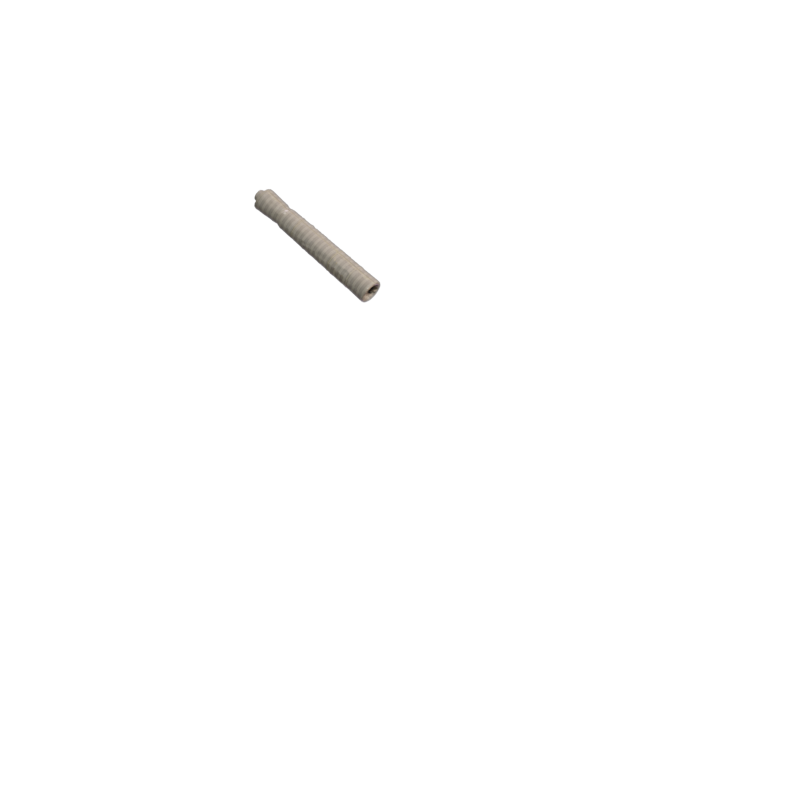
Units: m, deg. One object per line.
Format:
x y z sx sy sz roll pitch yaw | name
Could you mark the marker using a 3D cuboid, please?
-0.063 -0.115 0.806 0.128 0.019 0.019 43 23 24 | marker
